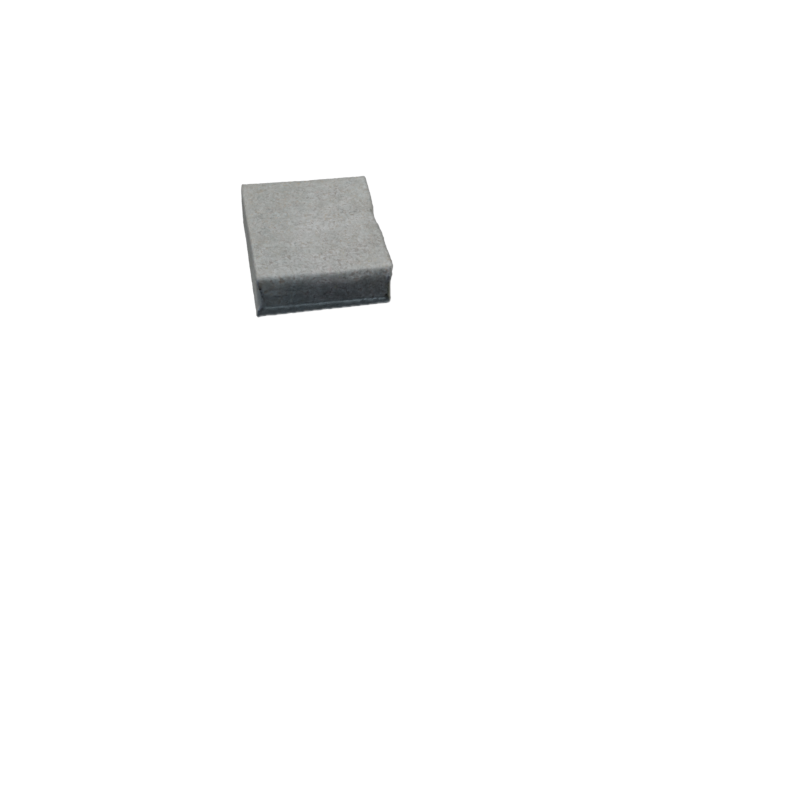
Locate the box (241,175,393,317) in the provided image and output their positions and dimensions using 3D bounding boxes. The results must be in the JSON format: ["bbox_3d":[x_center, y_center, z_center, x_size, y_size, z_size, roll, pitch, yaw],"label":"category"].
[{"bbox_3d":[-0.048,-0.087,0.613,0.072,0.028,0.096,-6,42,-7],"label":"box"}]
